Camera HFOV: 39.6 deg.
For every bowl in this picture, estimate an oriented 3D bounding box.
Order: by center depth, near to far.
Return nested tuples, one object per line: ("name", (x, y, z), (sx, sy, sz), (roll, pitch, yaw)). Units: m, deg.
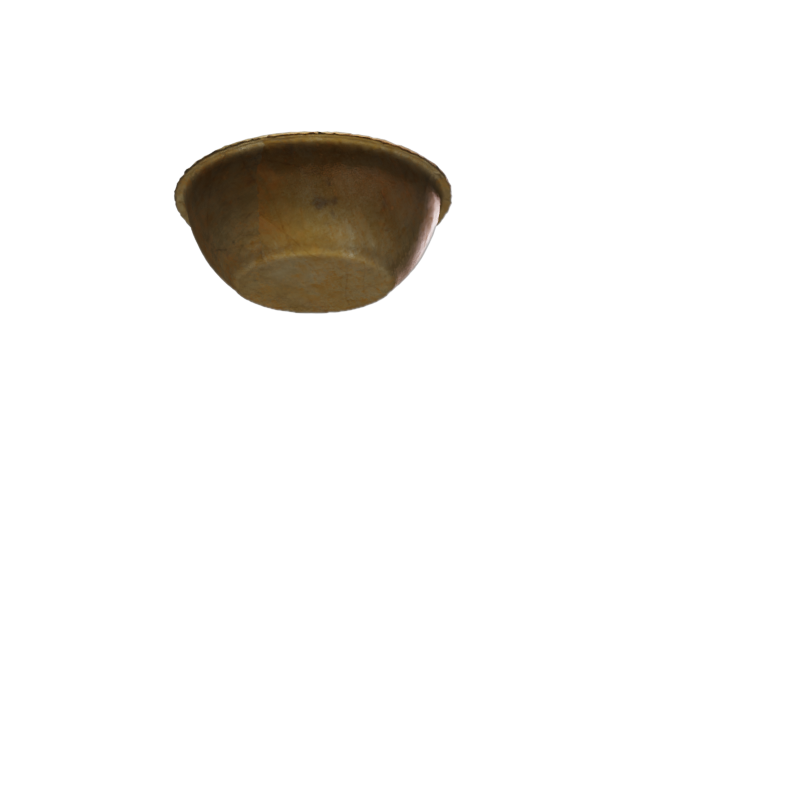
("bowl", (-0.050, -0.091, 0.636), (0.162, 0.058, 0.155), (0, -18, -2))
